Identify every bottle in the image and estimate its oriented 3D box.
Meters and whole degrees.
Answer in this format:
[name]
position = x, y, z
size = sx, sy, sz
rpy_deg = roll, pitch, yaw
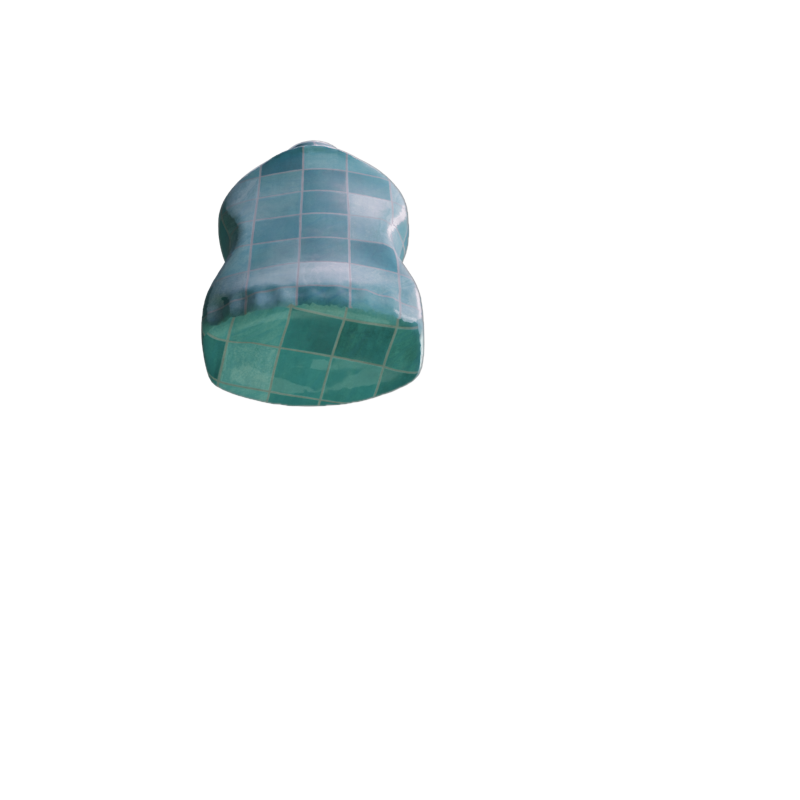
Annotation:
[bottle]
position = -0.043, -0.078, 0.550
size = 0.096, 0.054, 0.205
rpy_deg = -4, 37, 0
